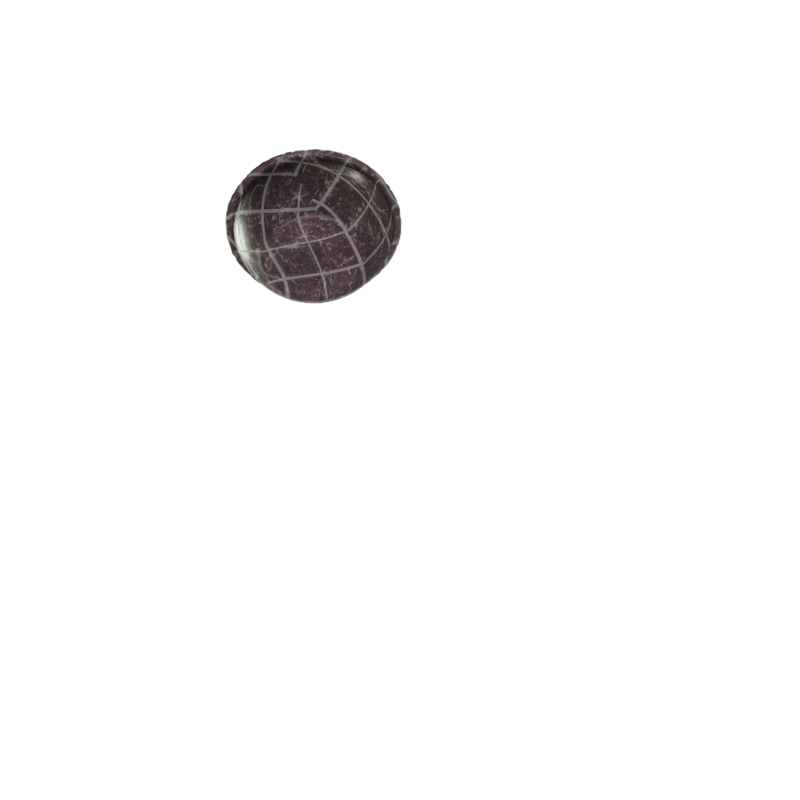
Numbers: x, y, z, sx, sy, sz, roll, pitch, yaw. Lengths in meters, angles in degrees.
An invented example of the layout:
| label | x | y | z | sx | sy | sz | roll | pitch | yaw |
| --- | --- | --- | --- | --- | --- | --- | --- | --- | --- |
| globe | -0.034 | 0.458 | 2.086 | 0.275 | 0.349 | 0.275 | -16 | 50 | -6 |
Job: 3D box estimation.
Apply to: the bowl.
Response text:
| label | x | y | z | sx | sy | sz | roll | pitch | yaw |
| --- | --- | --- | --- | --- | --- | --- | --- | --- | --- |
| bowl | -0.078 | -0.142 | 0.997 | 0.162 | 0.152 | 0.059 | 1 | 36 | -1 |
